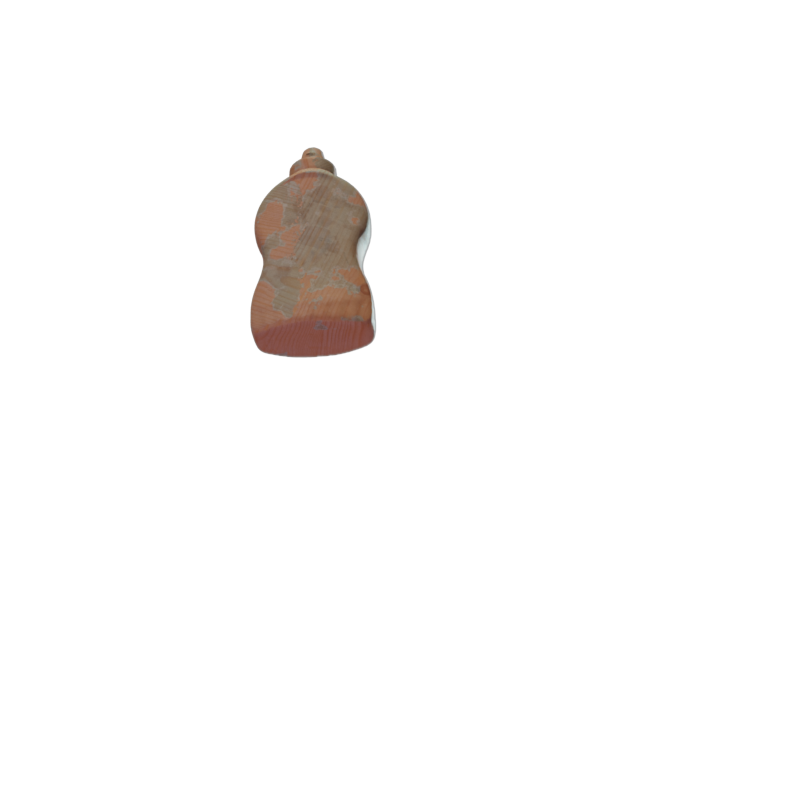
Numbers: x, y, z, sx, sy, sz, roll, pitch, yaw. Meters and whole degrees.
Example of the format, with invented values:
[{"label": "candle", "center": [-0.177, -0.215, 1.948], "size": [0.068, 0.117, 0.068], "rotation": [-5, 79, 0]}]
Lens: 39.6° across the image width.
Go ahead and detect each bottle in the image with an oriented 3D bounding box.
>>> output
[{"label": "bottle", "center": [-0.071, -0.130, 0.906], "size": [0.097, 0.205, 0.054], "rotation": [-6, -35, 6]}]
